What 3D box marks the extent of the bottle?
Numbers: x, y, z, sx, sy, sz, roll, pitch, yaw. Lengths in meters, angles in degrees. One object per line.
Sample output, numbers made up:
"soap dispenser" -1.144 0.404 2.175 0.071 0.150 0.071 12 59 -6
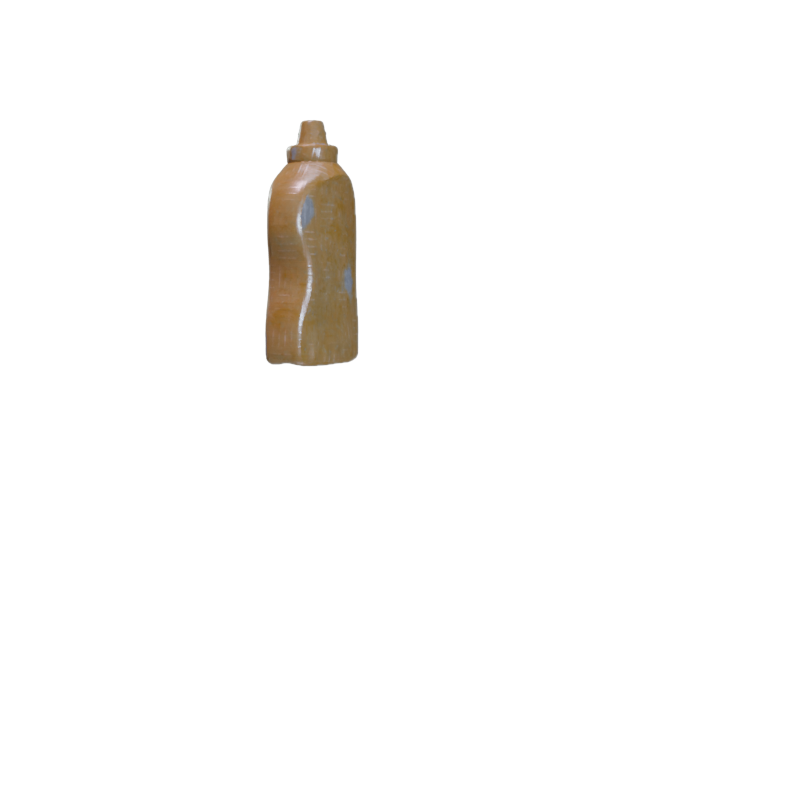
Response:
"bottle" -0.069 -0.126 0.879 0.060 0.192 0.093 -1 0 30
